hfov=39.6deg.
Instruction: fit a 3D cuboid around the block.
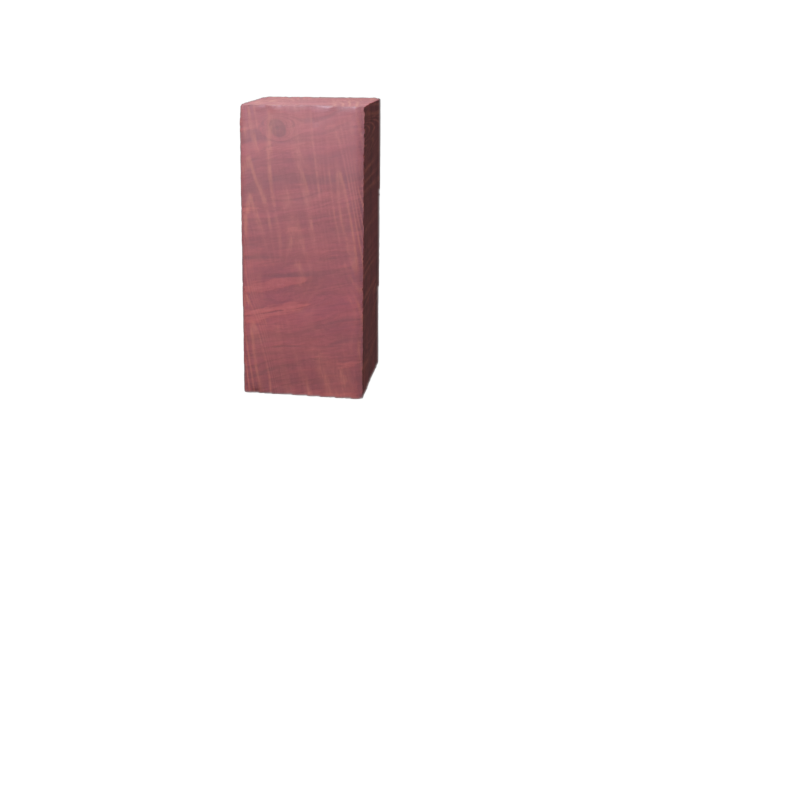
[{"bbox_3d":[-0.064,-0.116,0.812,0.091,0.200,0.092,3,13,7],"label":"block"}]
